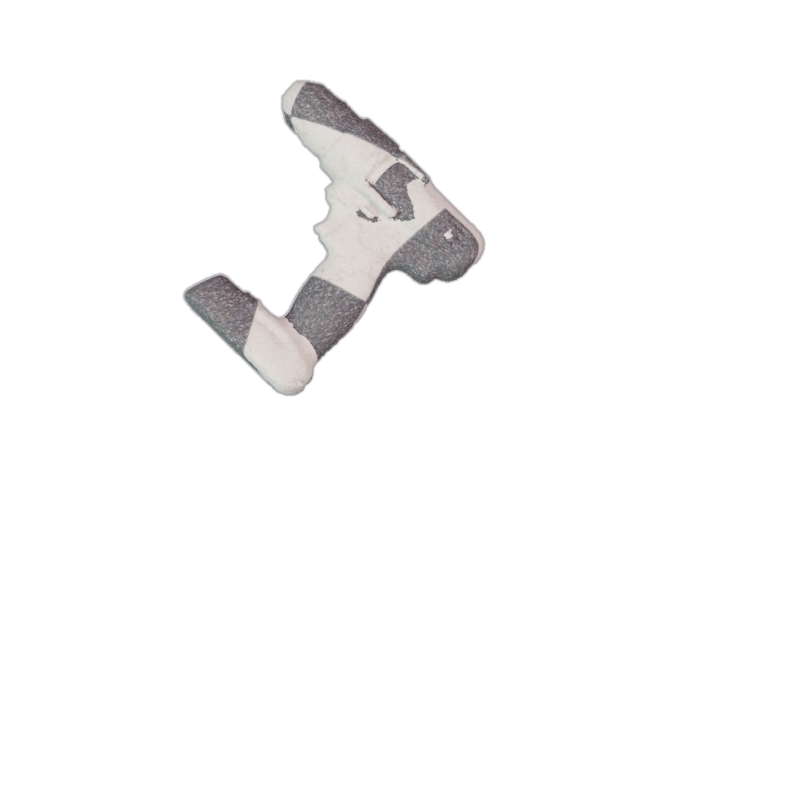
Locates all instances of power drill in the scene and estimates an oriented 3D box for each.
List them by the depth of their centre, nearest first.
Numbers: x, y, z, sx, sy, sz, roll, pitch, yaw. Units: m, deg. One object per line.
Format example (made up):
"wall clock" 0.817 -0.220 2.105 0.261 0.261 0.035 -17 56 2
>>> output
"power drill" -0.062 -0.112 0.786 0.188 0.189 0.056 44 -8 7
